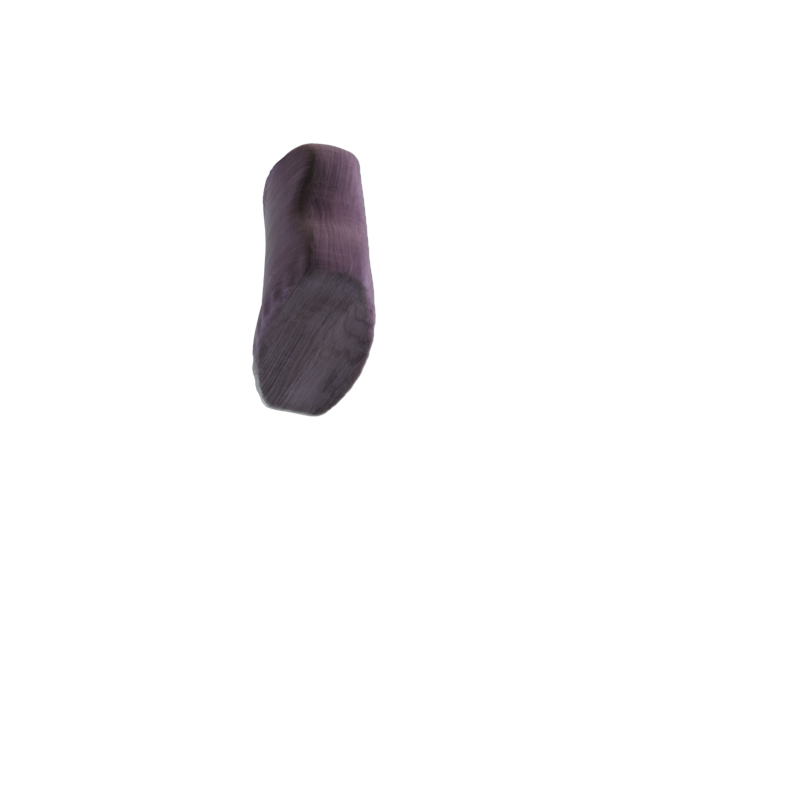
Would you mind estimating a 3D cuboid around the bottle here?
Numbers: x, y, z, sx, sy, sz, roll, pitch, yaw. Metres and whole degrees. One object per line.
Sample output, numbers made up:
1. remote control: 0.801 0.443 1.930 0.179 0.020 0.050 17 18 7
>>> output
1. bottle: -0.049 -0.089 0.624 0.057 0.091 0.205 10 39 -12
